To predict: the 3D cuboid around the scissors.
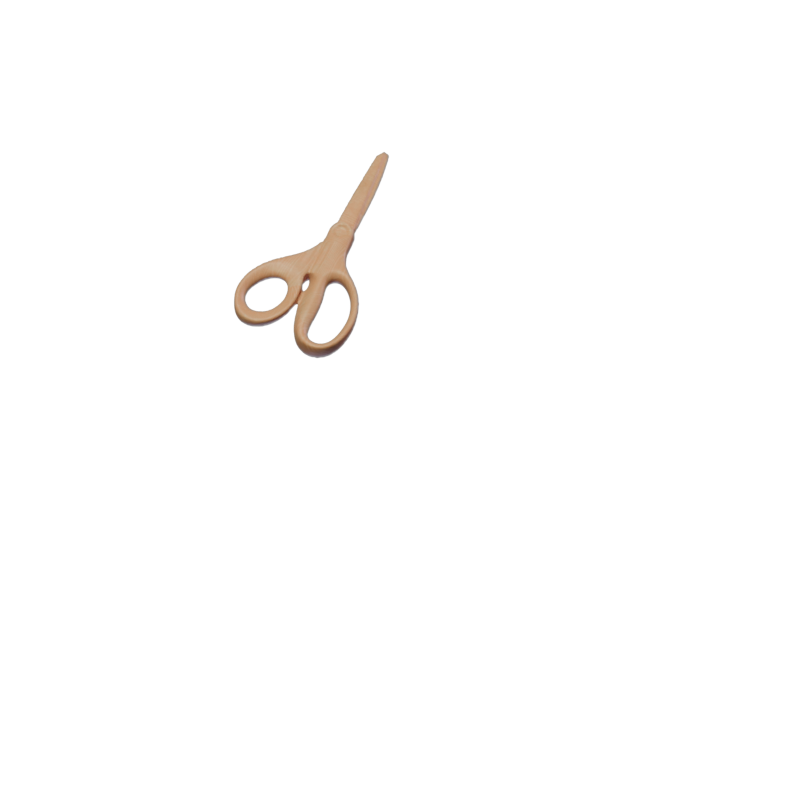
[{"bbox_3d":[-0.063,-0.116,0.810,0.097,0.215,0.015,3,-39,3],"label":"scissors"}]
